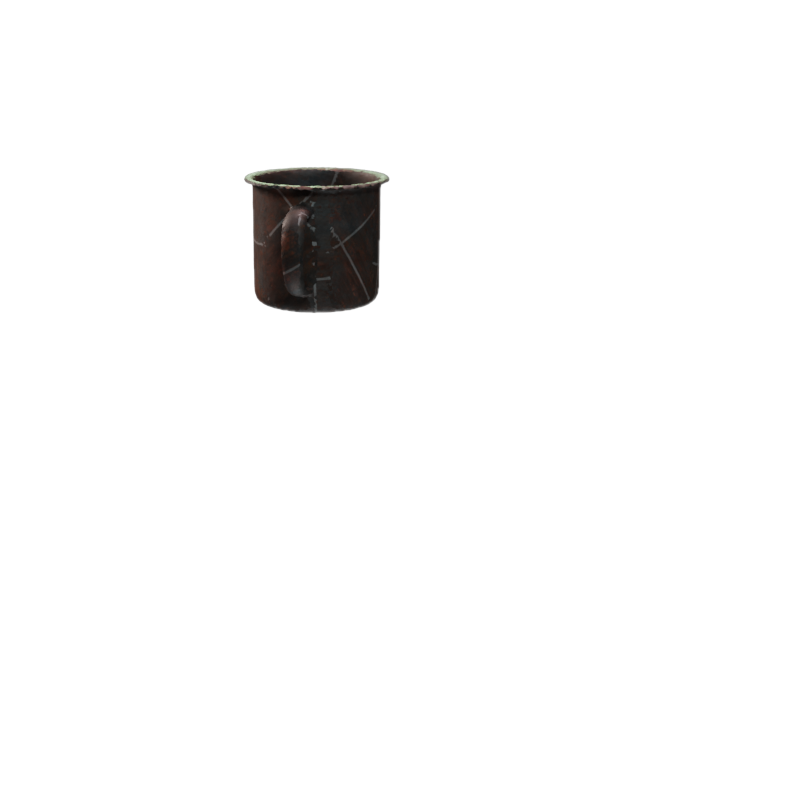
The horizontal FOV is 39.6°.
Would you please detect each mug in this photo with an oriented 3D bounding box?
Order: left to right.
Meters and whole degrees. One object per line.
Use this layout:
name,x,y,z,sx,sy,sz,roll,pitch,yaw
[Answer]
mug,-0.055,-0.101,0.706,0.094,0.079,0.120,2,17,7
